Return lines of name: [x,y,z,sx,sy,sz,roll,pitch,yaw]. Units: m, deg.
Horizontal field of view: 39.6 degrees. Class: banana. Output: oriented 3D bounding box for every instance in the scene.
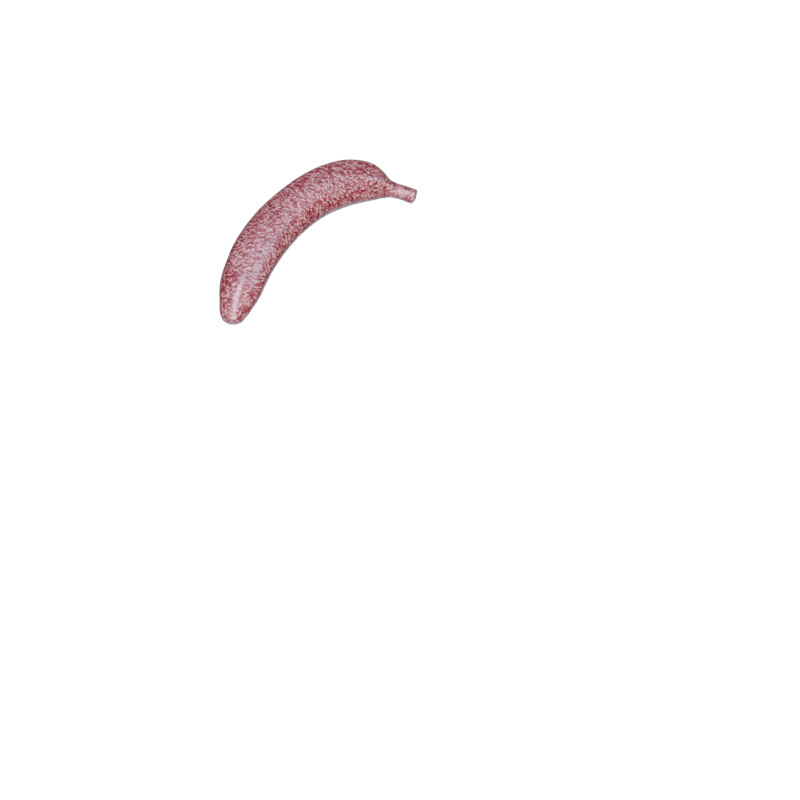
banana: [-0.077,-0.136,0.861,0.199,0.074,0.034,-39,-26,-24]
